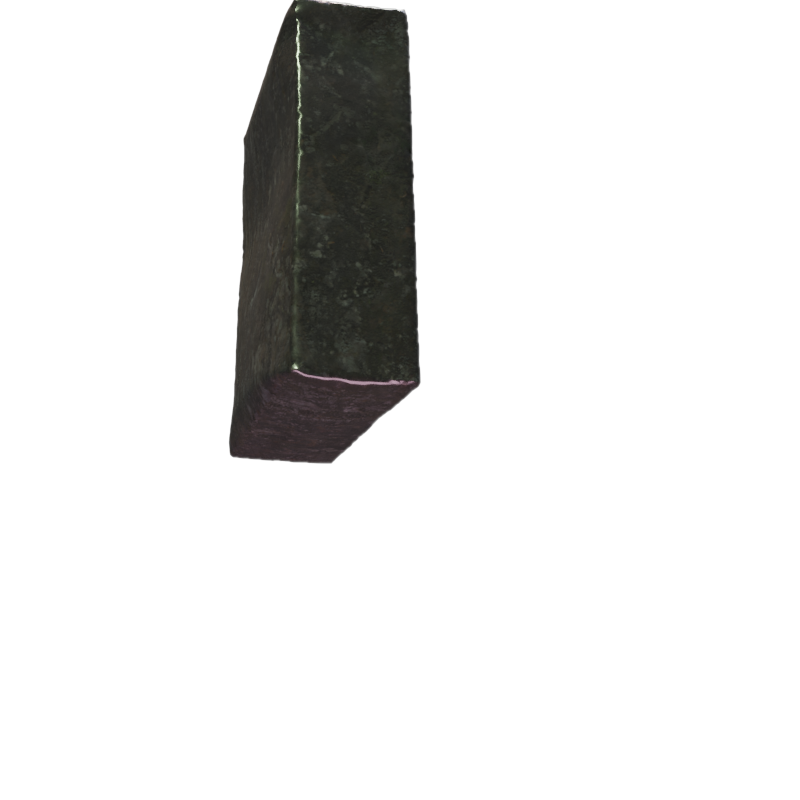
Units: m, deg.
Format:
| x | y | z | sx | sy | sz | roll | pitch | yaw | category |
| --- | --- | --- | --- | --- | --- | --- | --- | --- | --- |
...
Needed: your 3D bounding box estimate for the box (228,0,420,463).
| x | y | z | sx | sy | sz | roll | pitch | yaw | category |
| --- | --- | --- | --- | --- | --- | --- | --- | --- | --- |
| -0.048 | -0.088 | 0.619 | 0.070 | 0.225 | 0.160 | 5 | -22 | -16 | box |
